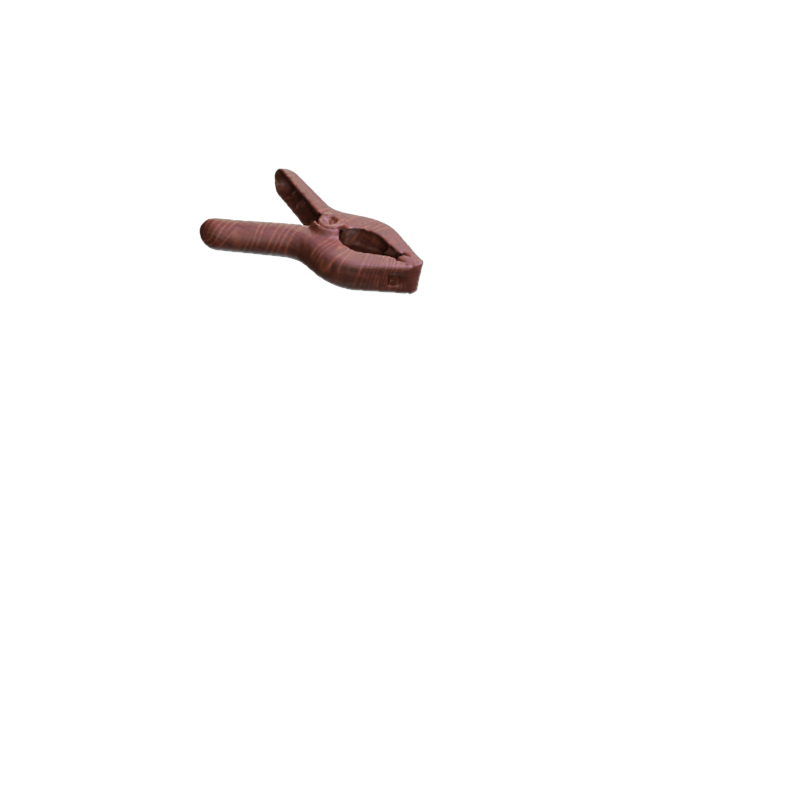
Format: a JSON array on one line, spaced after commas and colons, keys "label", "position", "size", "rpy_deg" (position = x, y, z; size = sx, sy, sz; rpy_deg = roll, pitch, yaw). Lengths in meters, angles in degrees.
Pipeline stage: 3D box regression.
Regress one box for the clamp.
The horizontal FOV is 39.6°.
[{"label": "clamp", "position": [-0.068, -0.123, 0.864], "size": [0.182, 0.037, 0.121], "rpy_deg": [29, 49, 28]}]
